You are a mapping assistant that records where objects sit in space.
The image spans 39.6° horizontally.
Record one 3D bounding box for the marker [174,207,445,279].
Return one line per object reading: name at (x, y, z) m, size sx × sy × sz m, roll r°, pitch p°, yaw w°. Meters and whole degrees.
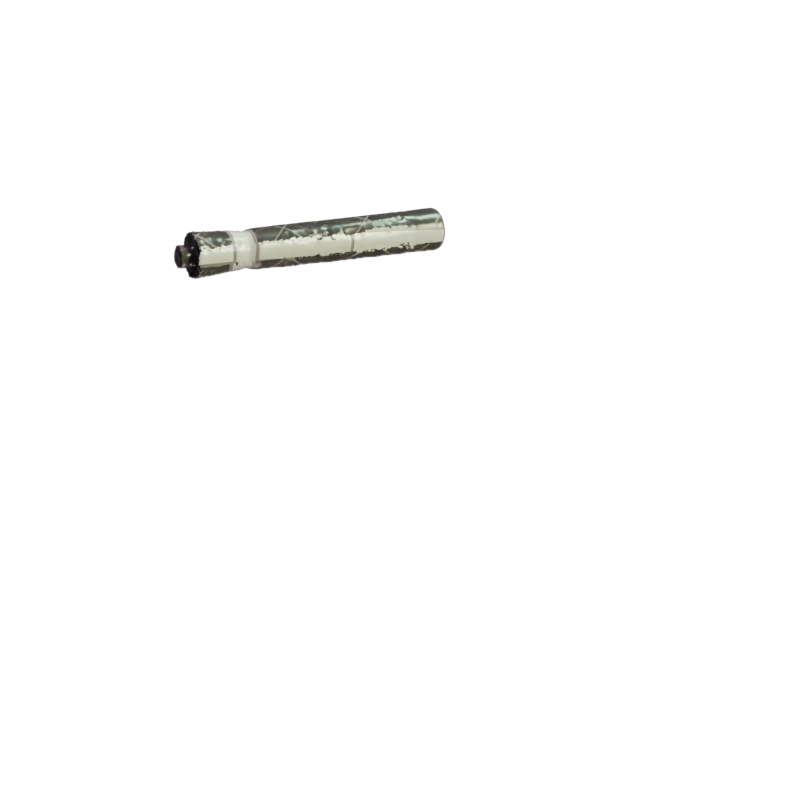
marker at (-0.036, -0.066, 0.462) m, size 0.118 × 0.019 × 0.020 m, roll -11°, pitch 9°, yaw -28°
